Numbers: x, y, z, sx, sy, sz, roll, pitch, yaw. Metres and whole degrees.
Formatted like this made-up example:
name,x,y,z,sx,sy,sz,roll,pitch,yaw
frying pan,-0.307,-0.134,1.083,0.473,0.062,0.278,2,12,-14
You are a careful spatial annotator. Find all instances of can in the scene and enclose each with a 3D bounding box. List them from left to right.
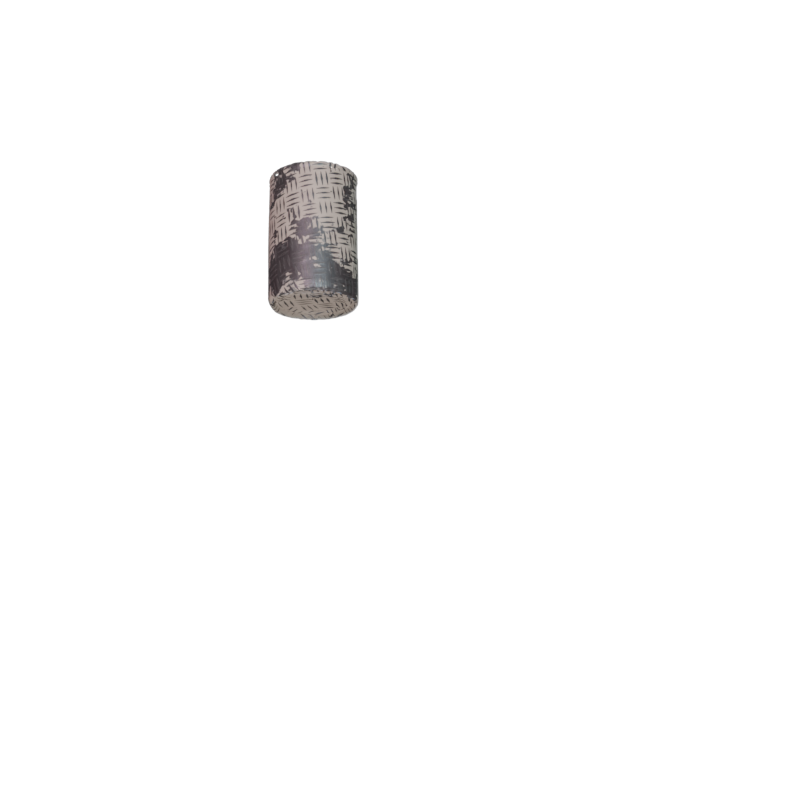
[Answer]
name,x,y,z,sx,sy,sz,roll,pitch,yaw
can,-0.065,-0.119,0.830,0.068,0.107,0.065,0,-21,-2
